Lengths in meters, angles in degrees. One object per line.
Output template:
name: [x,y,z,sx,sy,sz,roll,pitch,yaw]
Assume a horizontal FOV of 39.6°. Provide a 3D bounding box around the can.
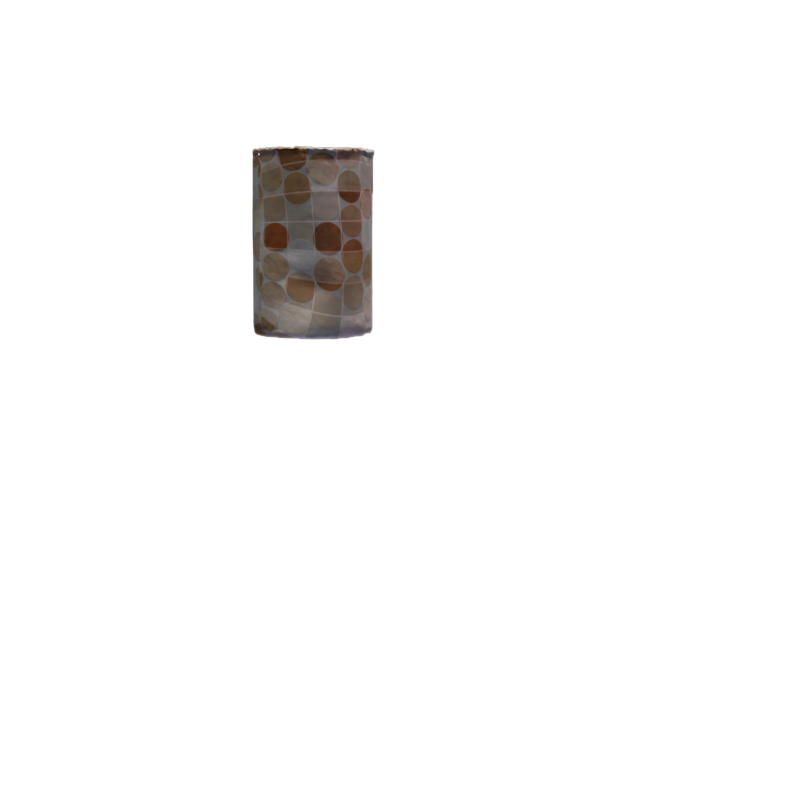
can: [-0.048,-0.088,0.614,0.068,0.102,0.069,0,4,-2]
